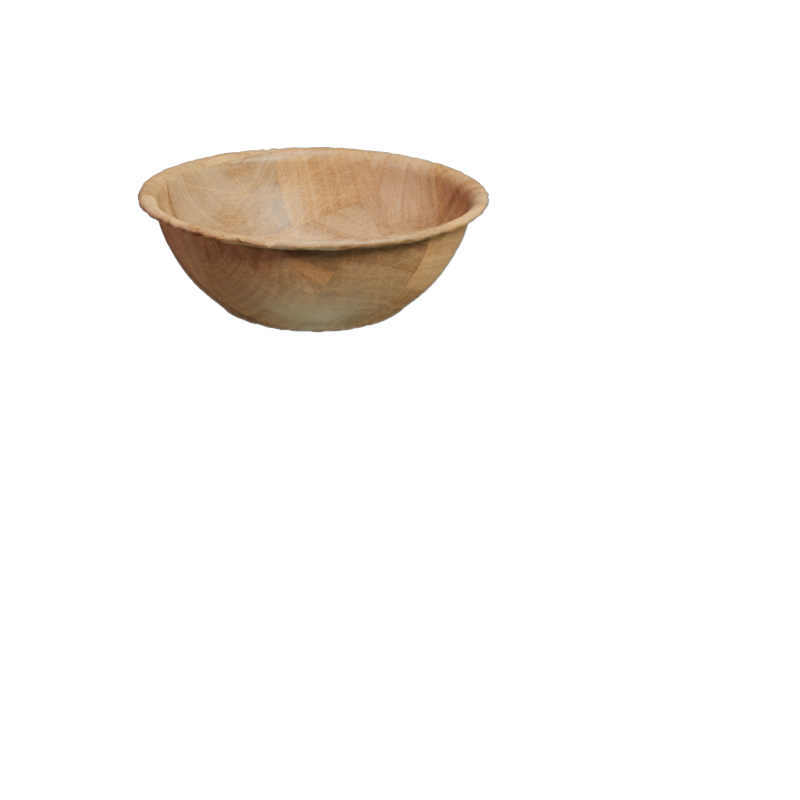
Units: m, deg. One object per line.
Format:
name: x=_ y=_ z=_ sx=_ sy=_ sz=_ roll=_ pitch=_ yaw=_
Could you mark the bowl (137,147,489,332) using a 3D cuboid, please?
bowl: x=-0.041 y=-0.075 z=0.523 sx=0.162 sy=0.052 sz=0.171 roll=-1 pitch=25 yaw=-2
